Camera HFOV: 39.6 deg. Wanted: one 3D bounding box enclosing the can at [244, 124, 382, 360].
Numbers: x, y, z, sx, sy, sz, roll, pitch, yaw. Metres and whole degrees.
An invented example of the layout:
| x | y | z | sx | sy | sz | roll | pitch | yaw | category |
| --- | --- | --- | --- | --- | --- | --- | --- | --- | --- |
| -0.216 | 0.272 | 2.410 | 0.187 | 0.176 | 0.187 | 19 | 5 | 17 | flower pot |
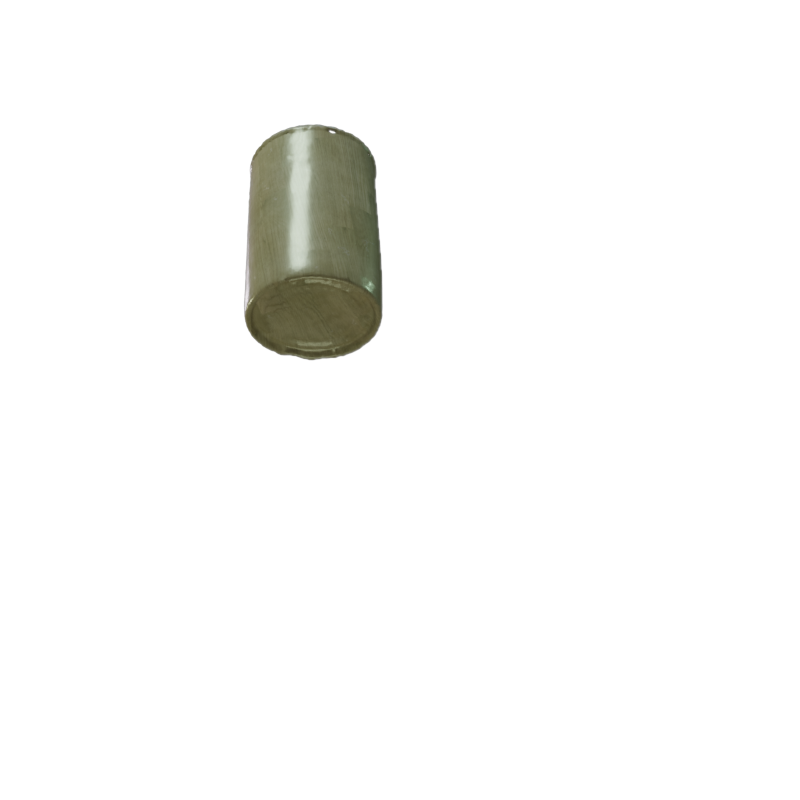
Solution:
| x | y | z | sx | sy | sz | roll | pitch | yaw | category |
| --- | --- | --- | --- | --- | --- | --- | --- | --- | --- |
| -0.044 | -0.080 | 0.560 | 0.068 | 0.110 | 0.064 | -1 | -38 | -3 | can |
